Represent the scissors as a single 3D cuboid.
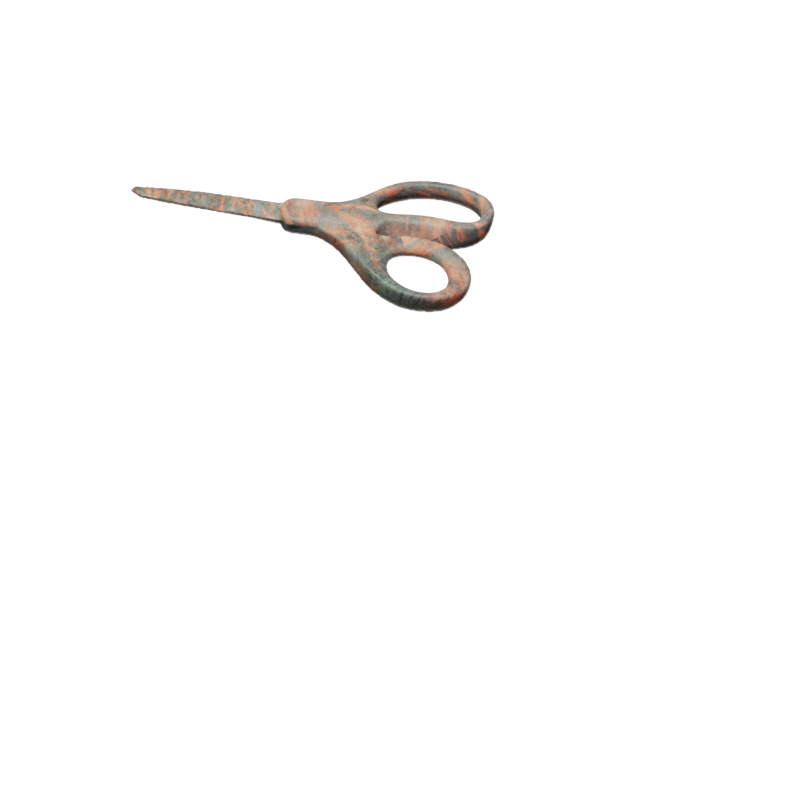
[{"bbox_3d":[-0.047,-0.086,0.603,0.201,0.103,0.015,-3,-39,-2],"label":"scissors"}]
